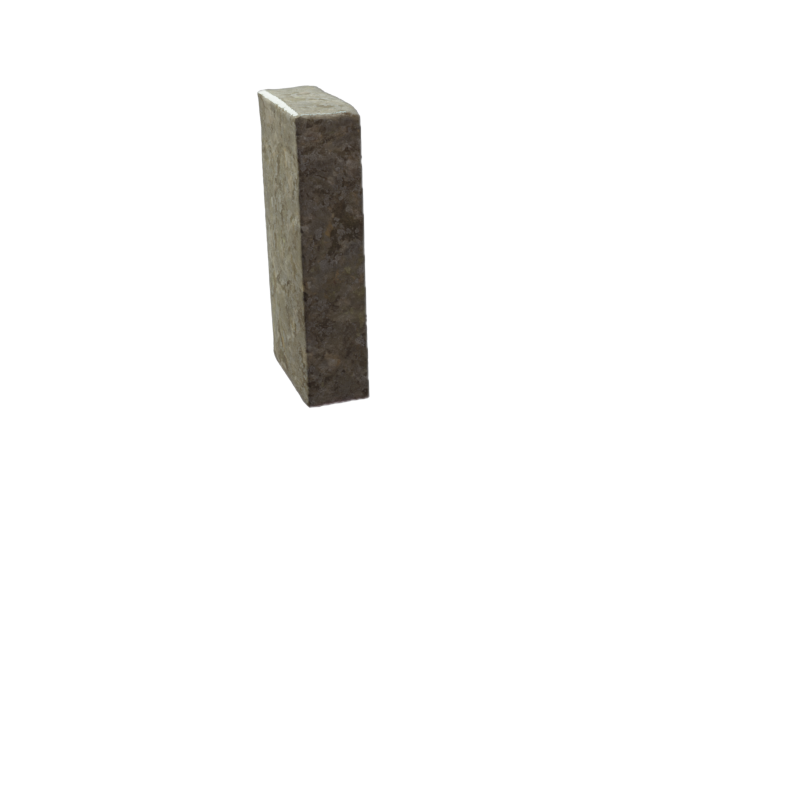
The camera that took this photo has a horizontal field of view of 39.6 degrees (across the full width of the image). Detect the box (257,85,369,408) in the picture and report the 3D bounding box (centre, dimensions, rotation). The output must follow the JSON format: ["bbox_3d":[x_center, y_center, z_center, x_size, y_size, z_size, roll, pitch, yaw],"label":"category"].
[{"bbox_3d":[-0.052,-0.096,0.673,0.047,0.169,0.099,-5,21,-18],"label":"box"}]
